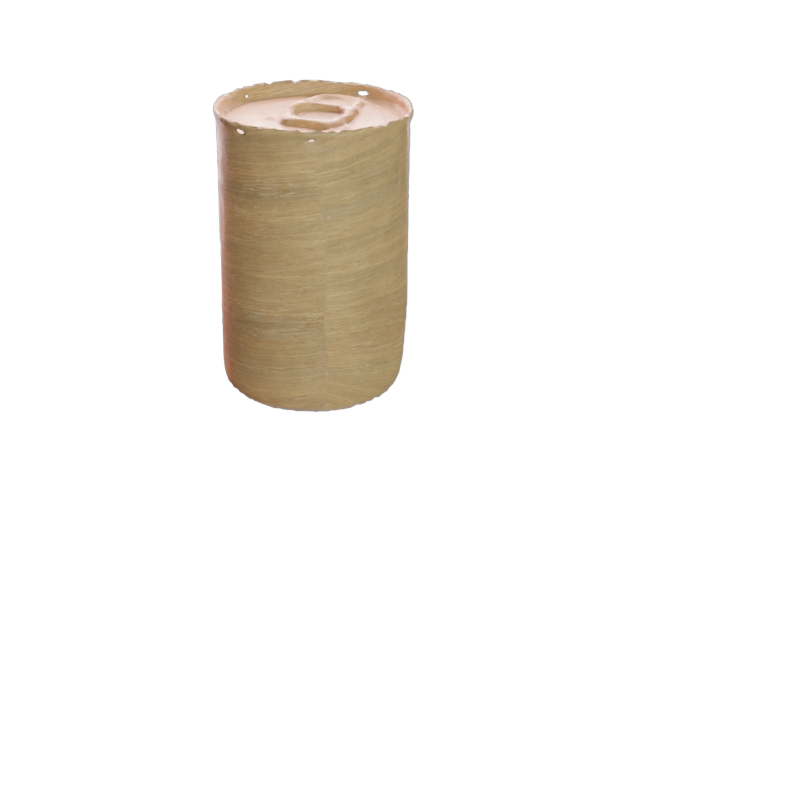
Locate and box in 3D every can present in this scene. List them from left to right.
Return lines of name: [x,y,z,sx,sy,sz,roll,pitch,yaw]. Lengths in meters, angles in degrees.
can: [-0.031,-0.056,0.395,0.068,0.097,0.072,0,26,-2]
